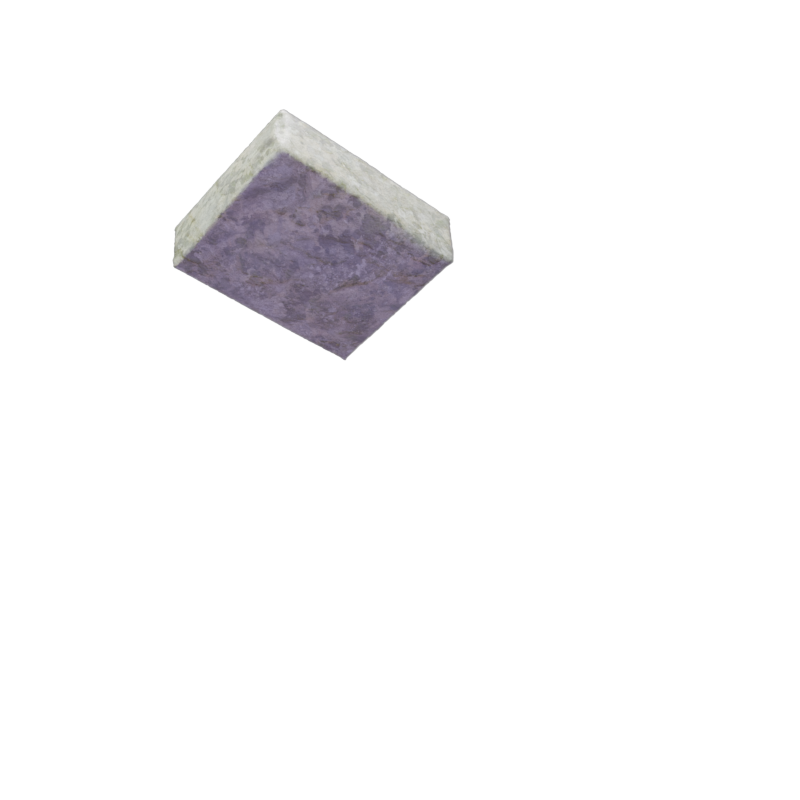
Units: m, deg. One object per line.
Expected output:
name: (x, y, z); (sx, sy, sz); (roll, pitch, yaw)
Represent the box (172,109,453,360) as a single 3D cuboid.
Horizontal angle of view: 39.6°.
box: (-0.043, -0.079, 0.553); (0.108, 0.042, 0.088); (32, -56, -25)
